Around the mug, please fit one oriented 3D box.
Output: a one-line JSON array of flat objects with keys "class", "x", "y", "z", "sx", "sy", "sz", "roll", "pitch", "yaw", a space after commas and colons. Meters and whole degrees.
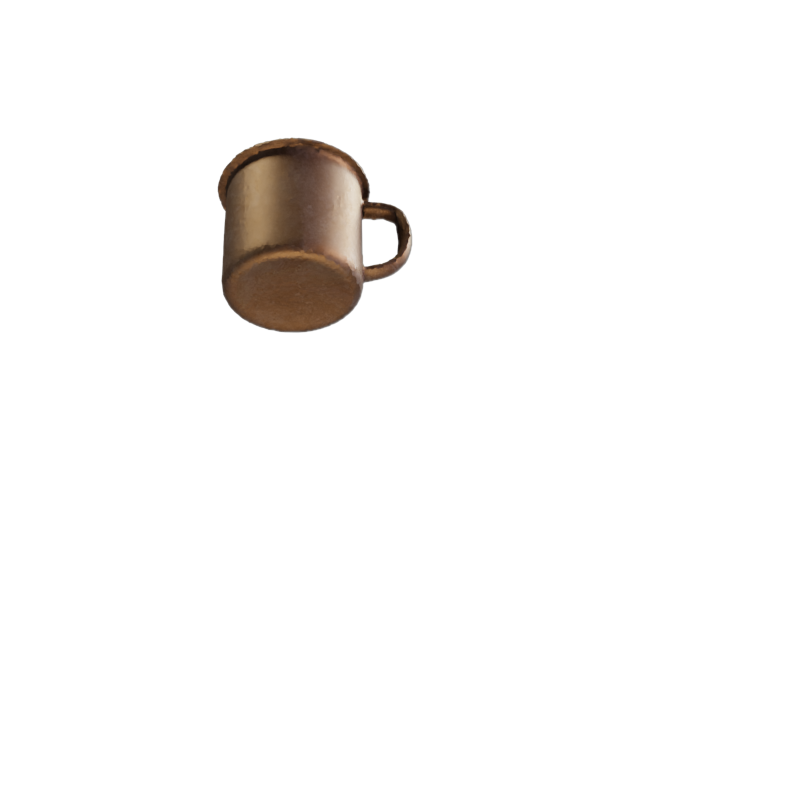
[{"class": "mug", "x": -0.051, "y": -0.094, "z": 0.656, "sx": 0.116, "sy": 0.087, "sz": 0.087, "roll": 2, "pitch": -36, "yaw": -4}]
